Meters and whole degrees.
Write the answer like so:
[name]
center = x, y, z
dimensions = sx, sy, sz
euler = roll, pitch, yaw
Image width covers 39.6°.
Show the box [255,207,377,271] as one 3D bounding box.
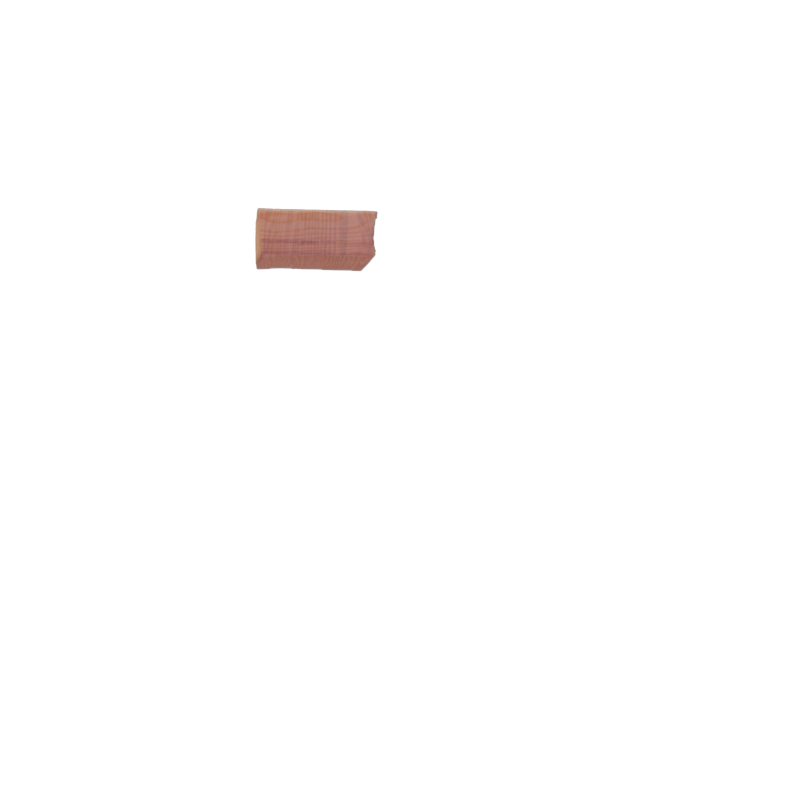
[box]
center = -0.068, -0.124, 0.866
dimensions = 0.089, 0.039, 0.114
euler = 0, 2, -6
